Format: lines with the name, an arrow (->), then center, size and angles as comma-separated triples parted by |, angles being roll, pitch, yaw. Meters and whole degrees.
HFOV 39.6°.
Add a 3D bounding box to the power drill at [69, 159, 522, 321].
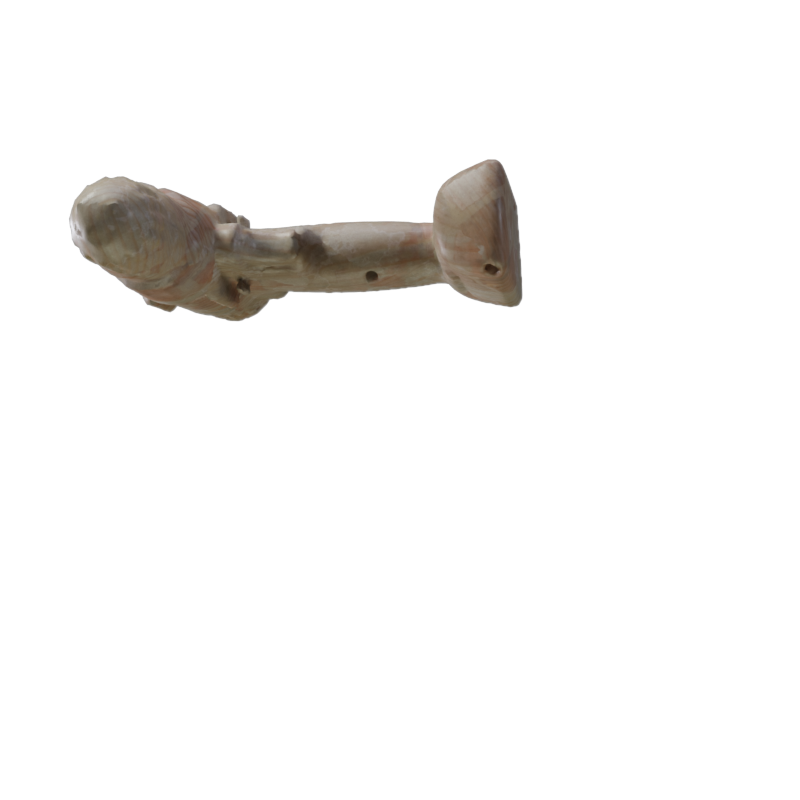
power drill -> -0.041, -0.075, 0.524 | 0.191, 0.058, 0.178 | -1, -3, 13
